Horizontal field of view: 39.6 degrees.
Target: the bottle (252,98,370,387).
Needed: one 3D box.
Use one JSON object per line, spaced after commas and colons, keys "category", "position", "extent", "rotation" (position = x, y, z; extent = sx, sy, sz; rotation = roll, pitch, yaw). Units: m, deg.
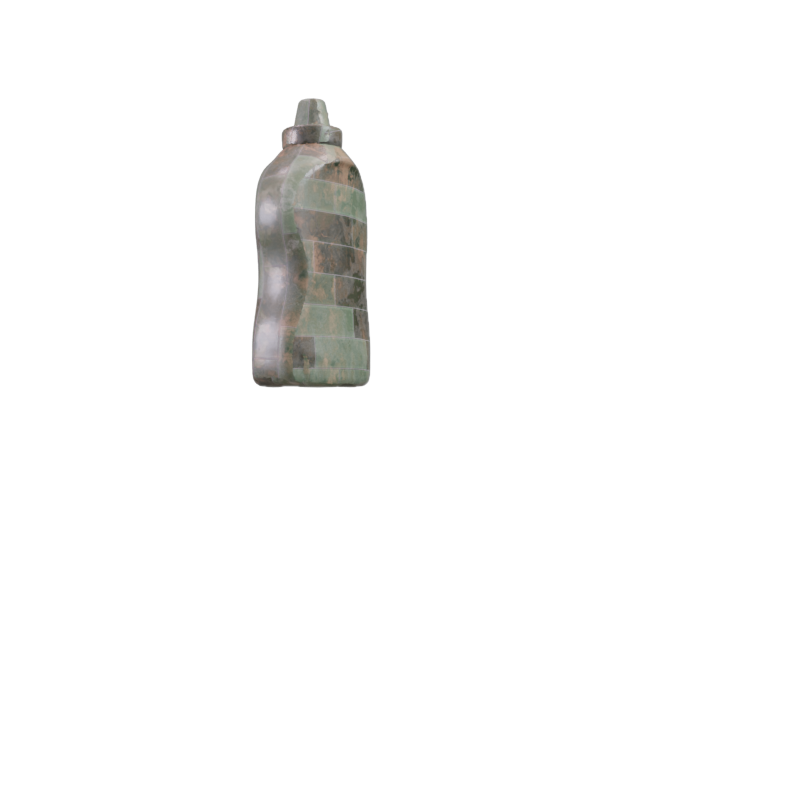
{"category": "bottle", "position": [-0.058, -0.105, 0.737], "extent": [0.060, 0.195, 0.092], "rotation": [-5, -7, 34]}
